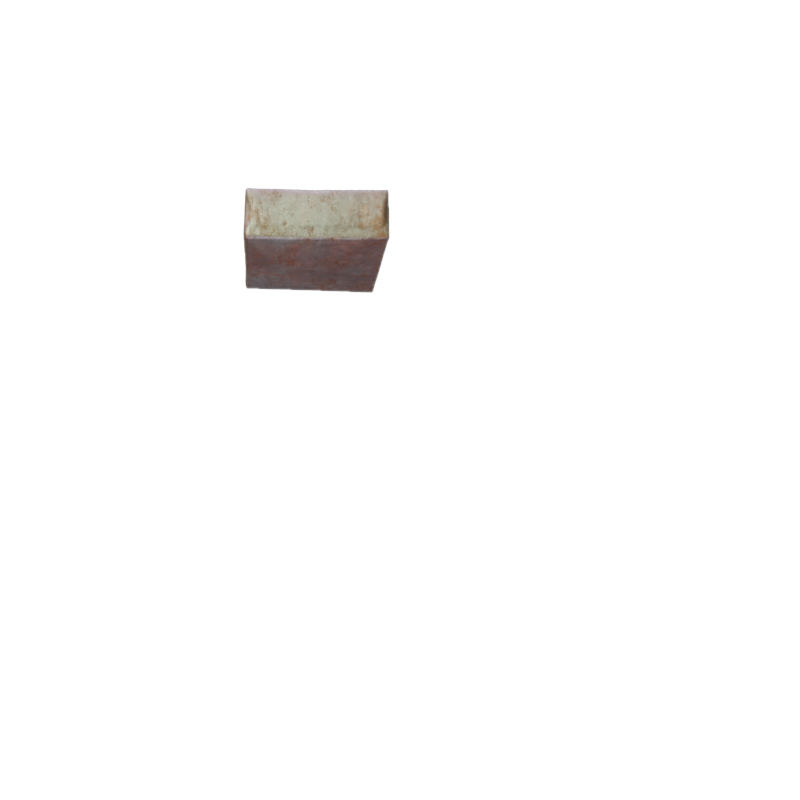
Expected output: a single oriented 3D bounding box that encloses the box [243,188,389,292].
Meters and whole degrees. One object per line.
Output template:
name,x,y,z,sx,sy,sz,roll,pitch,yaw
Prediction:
box,-0.047,-0.085,0.594,0.073,0.031,0.086,1,-13,-5
